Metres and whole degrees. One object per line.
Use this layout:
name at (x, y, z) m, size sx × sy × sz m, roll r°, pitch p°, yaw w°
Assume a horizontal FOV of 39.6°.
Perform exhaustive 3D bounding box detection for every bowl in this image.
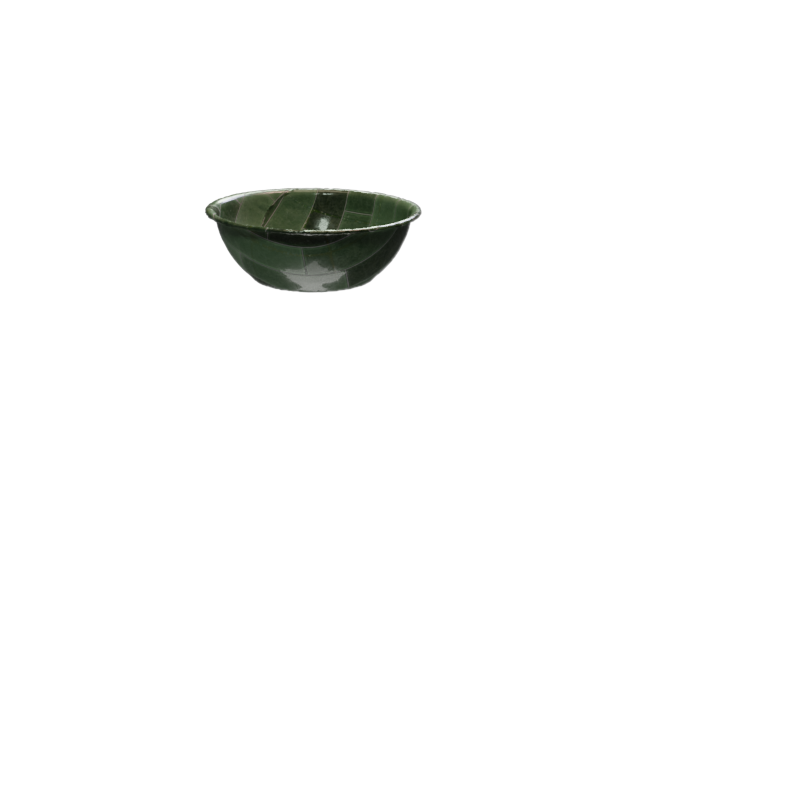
bowl at (-0.065, -0.119, 0.835) m, size 0.162 × 0.053 × 0.169 m, roll -1°, pitch 20°, yaw -2°
